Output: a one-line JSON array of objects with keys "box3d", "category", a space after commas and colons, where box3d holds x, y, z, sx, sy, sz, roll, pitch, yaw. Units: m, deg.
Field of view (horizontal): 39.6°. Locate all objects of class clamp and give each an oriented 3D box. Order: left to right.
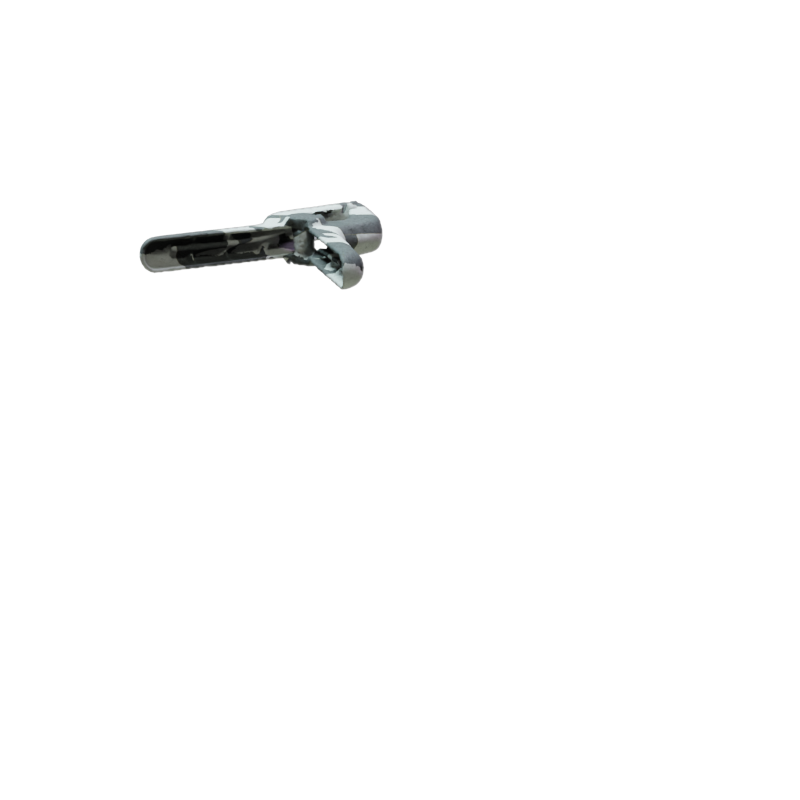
[{"box3d": [-0.064, -0.116, 0.812, 0.172, 0.035, 0.208, 10, 21, 28], "category": "clamp"}]
